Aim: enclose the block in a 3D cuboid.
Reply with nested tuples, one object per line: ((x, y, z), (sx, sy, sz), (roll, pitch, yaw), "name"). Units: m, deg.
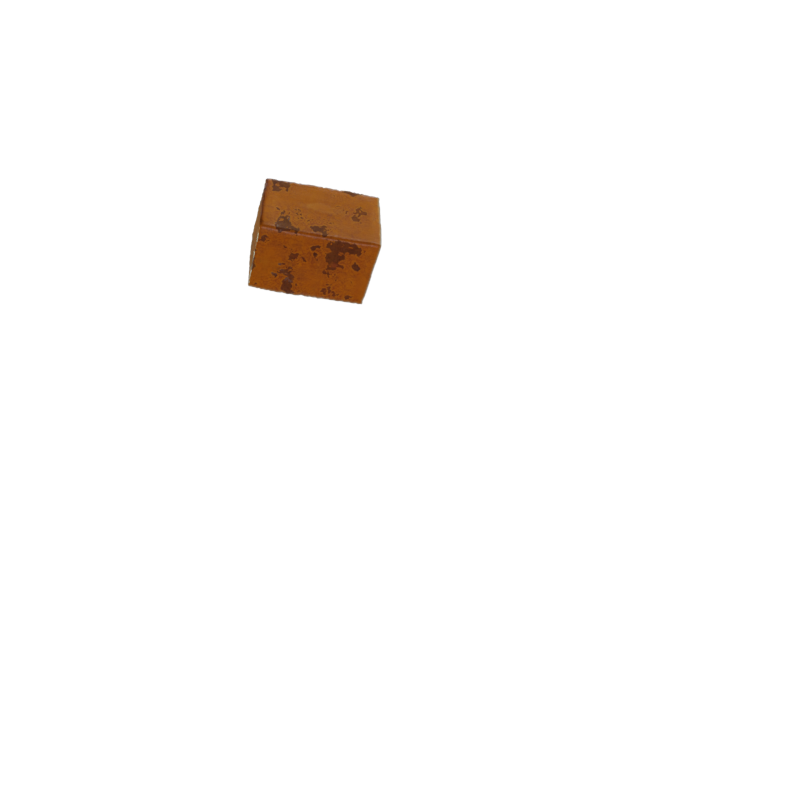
((-0.056, -0.101, 0.711), (0.077, 0.050, 0.055), (9, 42, -10), "block")
